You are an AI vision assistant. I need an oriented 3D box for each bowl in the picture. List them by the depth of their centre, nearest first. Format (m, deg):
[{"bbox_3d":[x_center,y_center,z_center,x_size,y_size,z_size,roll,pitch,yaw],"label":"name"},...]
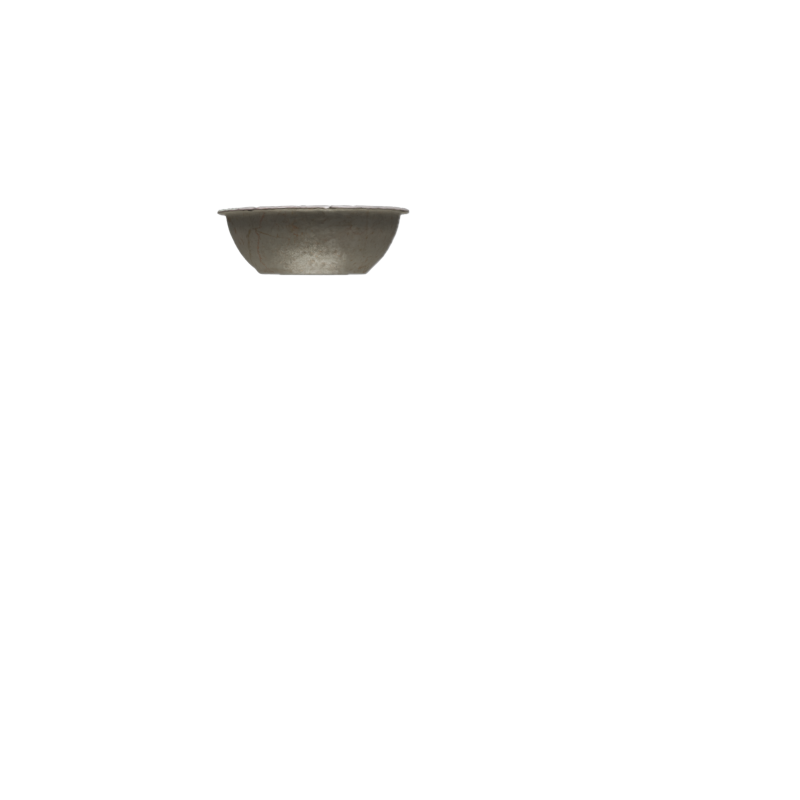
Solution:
[{"bbox_3d":[-0.073,-0.133,0.934,0.162,0.055,0.164,0,7,-2],"label":"bowl"}]
